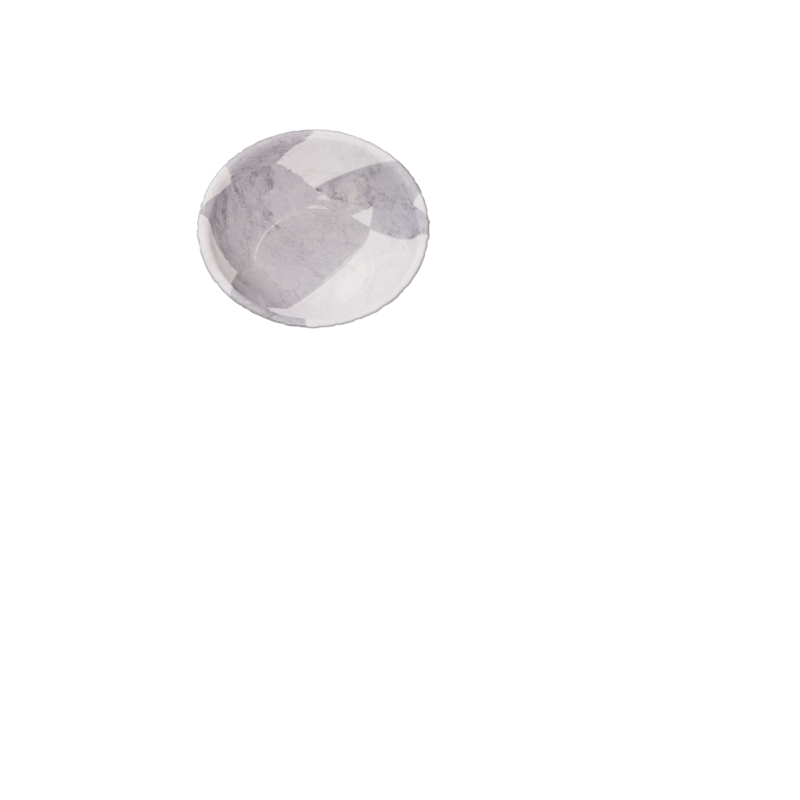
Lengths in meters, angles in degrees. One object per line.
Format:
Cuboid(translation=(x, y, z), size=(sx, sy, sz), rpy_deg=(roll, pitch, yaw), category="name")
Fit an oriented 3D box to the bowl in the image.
Cuboid(translation=(-0.062, -0.113, 0.792), size=(0.162, 0.172, 0.052), rpy_deg=(-1, -28, -1), category="bowl")
